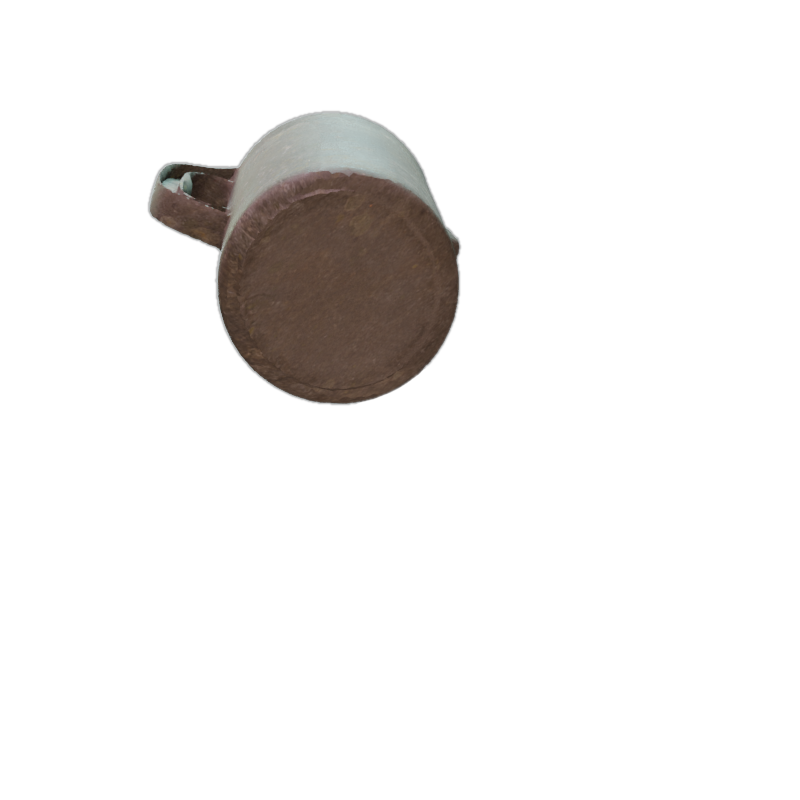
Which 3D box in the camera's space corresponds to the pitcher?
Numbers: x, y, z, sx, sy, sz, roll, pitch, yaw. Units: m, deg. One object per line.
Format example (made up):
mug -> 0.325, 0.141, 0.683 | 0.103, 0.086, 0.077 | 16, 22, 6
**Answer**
pitcher -> -0.047, -0.085, 0.598 | 0.149, 0.141, 0.251 | -28, 15, 4
